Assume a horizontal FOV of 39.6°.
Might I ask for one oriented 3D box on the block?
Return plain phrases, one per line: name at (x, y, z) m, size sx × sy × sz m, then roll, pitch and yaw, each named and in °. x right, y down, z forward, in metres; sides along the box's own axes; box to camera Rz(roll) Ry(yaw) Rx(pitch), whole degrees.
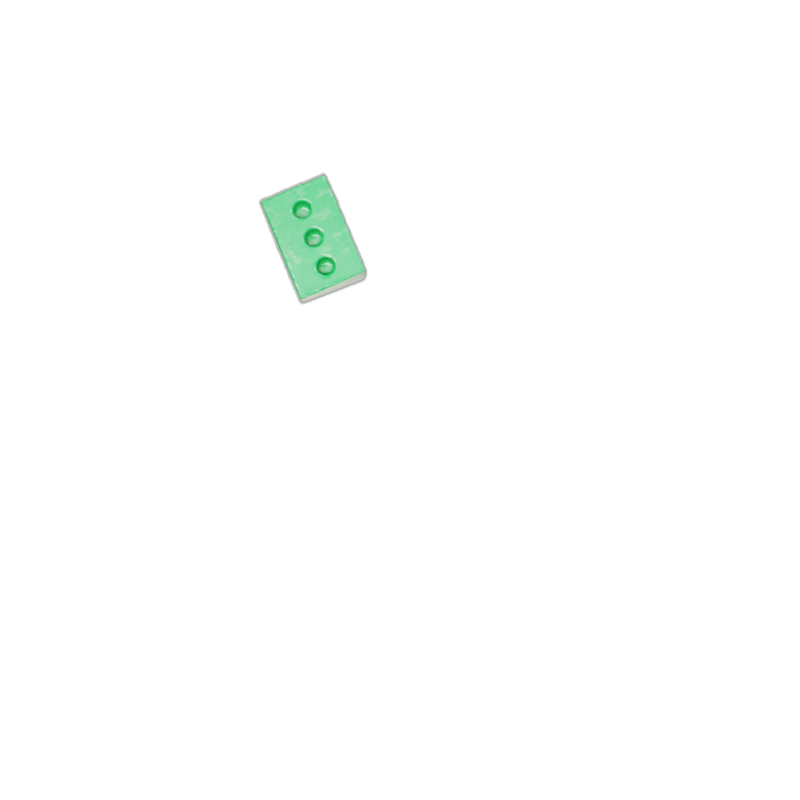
block at (-0.063, -0.115, 0.808) m, size 0.053 × 0.079 × 0.051 m, roll -23°, pitch -4°, yaw -3°
